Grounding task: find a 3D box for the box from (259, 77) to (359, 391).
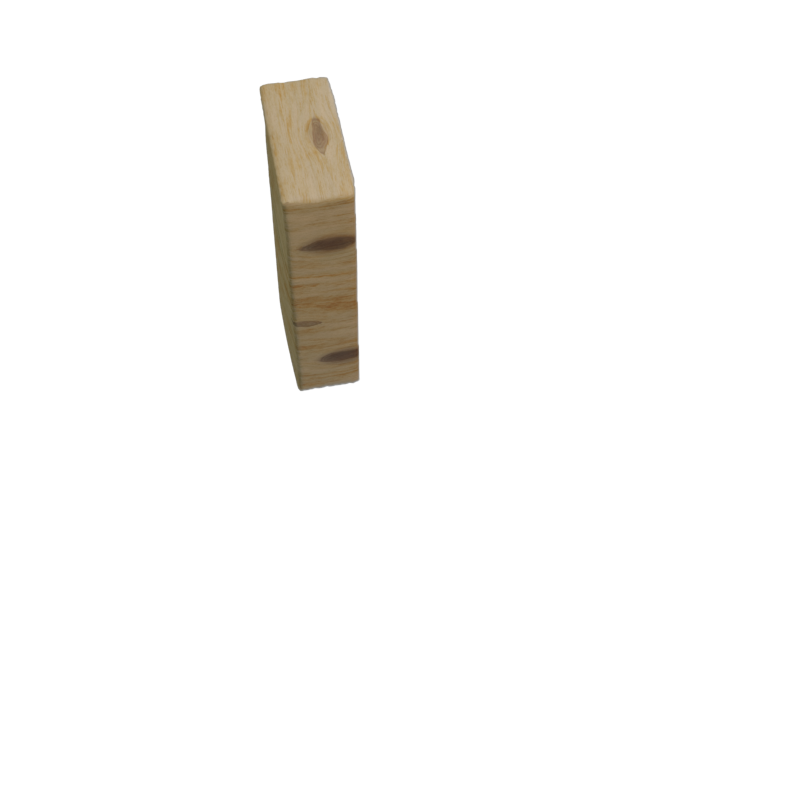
[{"bbox_3d":[-0.051,-0.093,0.651,0.048,0.101,0.165,-7,-34,-9],"label":"box"}]
